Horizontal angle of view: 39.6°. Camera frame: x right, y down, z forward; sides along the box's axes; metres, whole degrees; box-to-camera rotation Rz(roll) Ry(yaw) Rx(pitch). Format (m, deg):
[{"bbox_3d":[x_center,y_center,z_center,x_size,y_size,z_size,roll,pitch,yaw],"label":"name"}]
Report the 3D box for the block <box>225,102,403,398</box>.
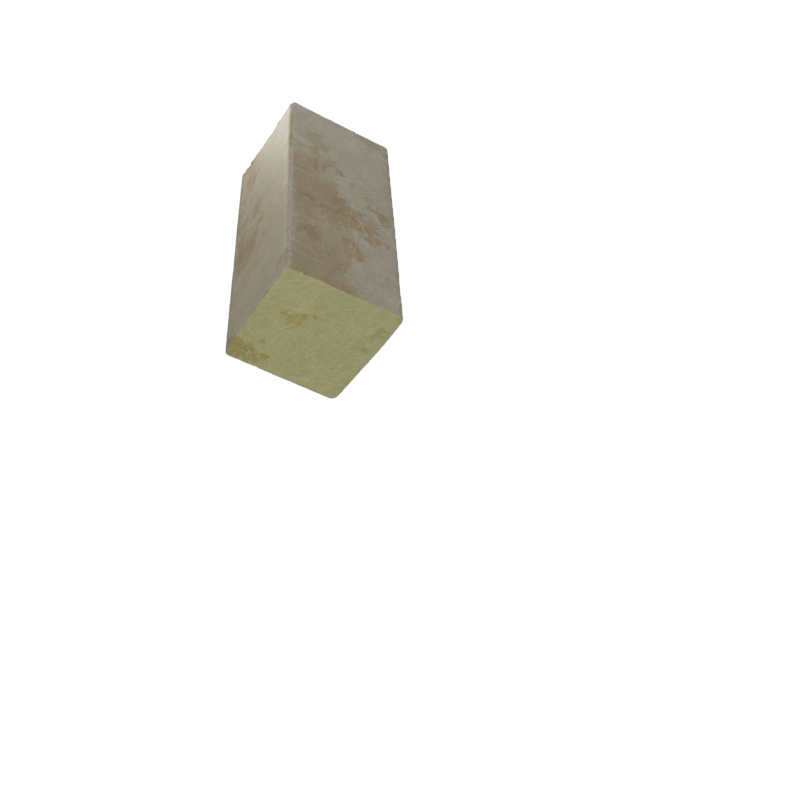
[{"bbox_3d":[-0.064,-0.116,0.813,0.087,0.221,0.088,23,-53,-23],"label":"block"}]
